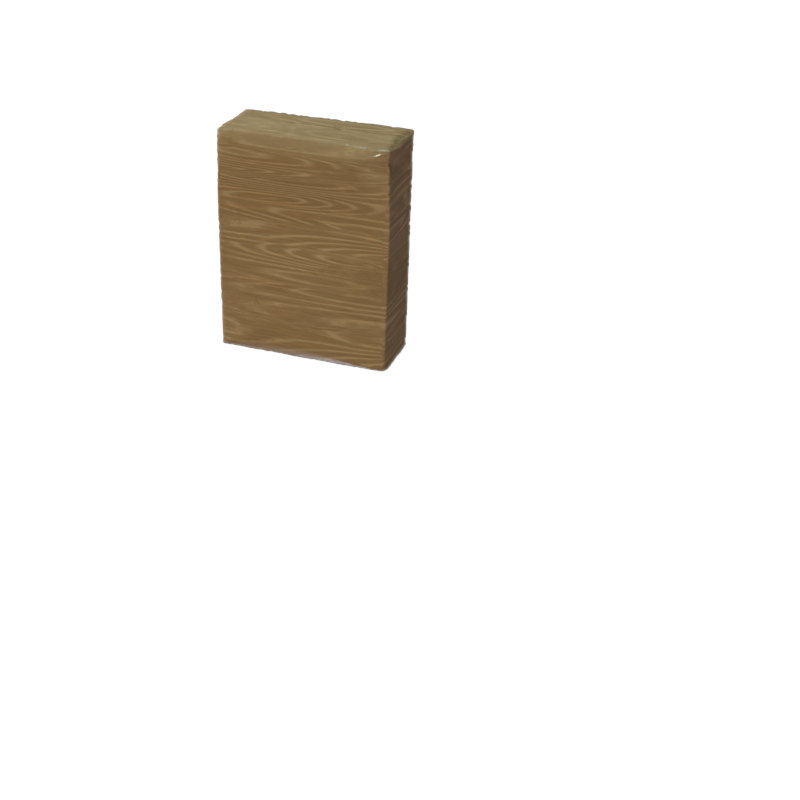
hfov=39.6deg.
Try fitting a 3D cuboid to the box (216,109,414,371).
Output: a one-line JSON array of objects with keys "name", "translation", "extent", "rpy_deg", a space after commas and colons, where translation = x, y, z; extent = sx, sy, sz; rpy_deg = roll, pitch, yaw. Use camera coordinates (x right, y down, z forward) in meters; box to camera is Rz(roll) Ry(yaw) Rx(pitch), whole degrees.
[{"name": "box", "translation": [-0.078, -0.142, 0.997], "extent": [0.169, 0.203, 0.073], "rpy_deg": [11, 27, 19]}]
